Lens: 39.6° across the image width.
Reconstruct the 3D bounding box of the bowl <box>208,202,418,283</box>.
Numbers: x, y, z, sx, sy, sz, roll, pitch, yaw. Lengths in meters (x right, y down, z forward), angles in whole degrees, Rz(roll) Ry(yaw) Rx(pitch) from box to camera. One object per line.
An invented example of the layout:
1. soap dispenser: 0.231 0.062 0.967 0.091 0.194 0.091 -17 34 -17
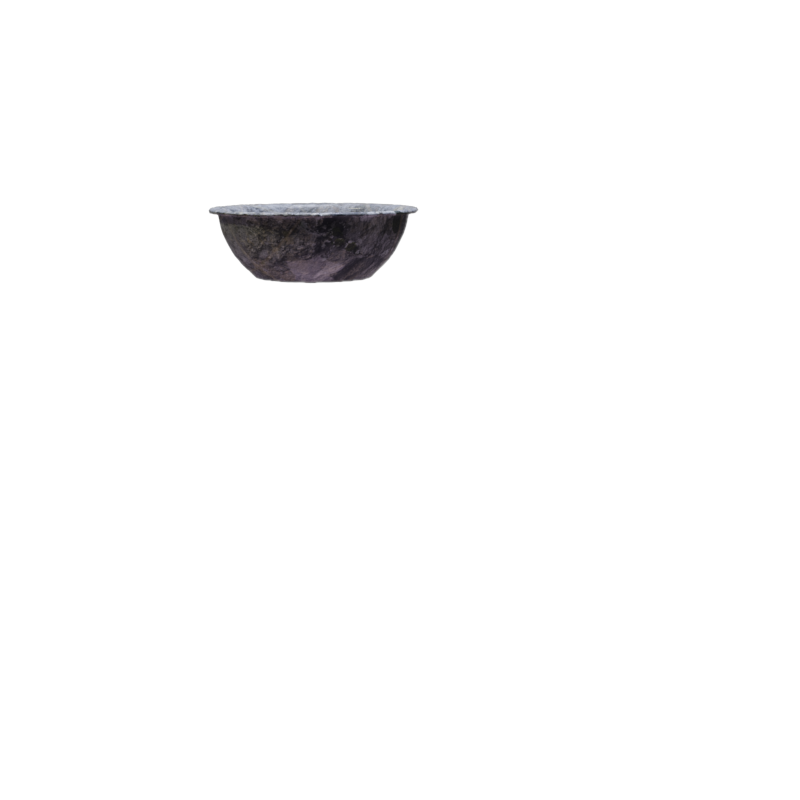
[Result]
1. bowl: -0.067 -0.123 0.859 0.162 0.054 0.165 0 11 -2
